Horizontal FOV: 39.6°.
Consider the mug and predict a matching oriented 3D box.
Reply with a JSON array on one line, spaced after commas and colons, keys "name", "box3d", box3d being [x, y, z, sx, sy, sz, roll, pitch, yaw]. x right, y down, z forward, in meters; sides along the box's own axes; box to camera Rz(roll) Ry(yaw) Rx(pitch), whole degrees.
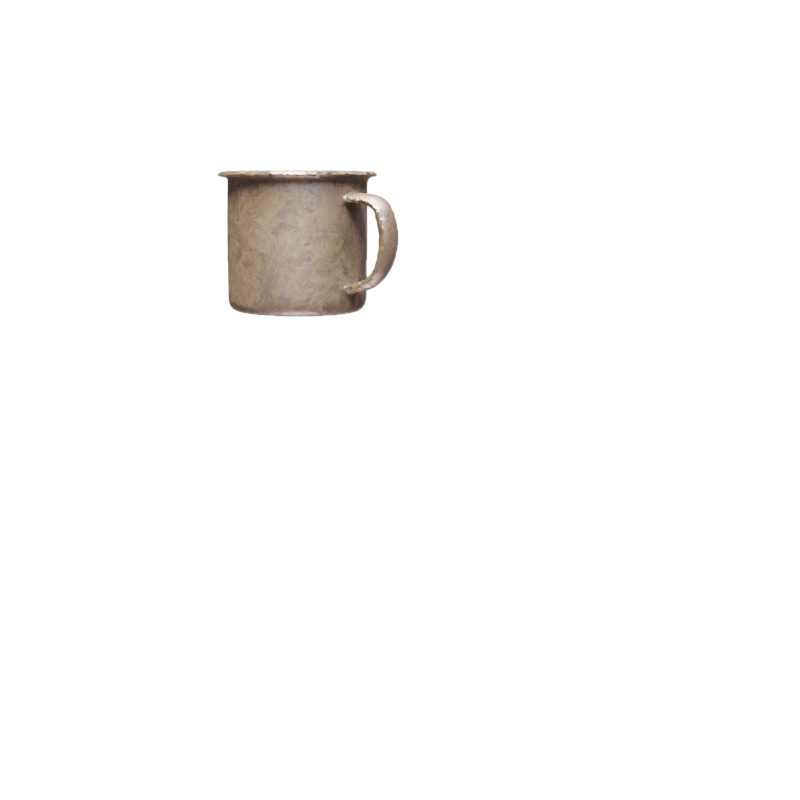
[{"name": "mug", "box3d": [-0.050, -0.092, 0.645, 0.122, 0.081, 0.090, 6, 9, 36]}]
